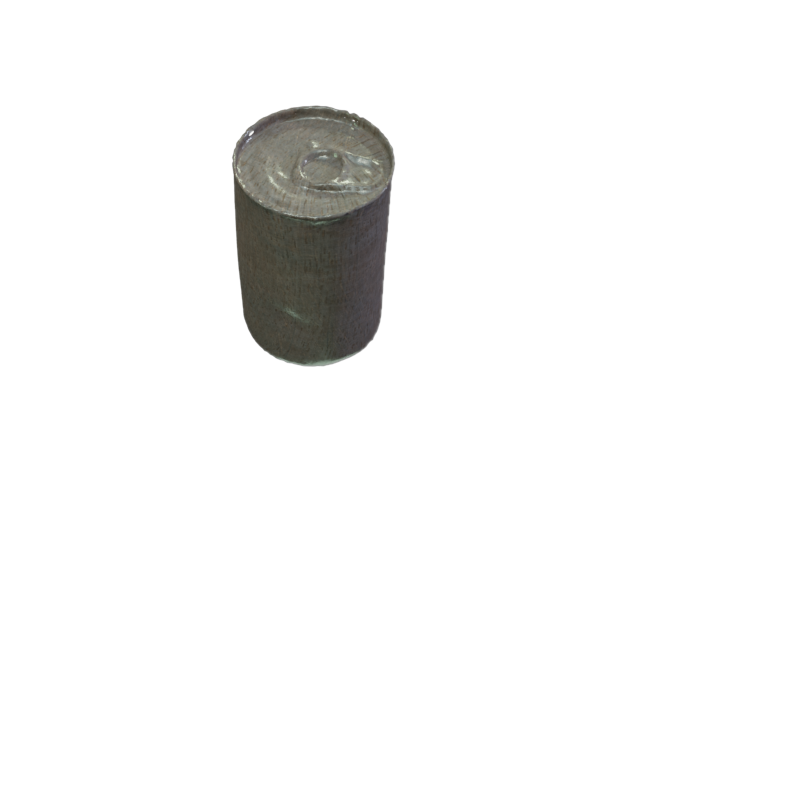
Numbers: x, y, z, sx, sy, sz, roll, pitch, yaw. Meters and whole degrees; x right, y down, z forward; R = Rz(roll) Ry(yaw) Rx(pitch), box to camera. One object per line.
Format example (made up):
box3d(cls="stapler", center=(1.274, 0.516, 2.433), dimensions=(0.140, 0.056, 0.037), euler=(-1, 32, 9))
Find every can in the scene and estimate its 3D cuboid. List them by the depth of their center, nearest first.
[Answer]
box3d(cls="can", center=(-0.039, -0.071, 0.497), dimensions=(0.068, 0.073, 0.095), euler=(0, -39, -3))
